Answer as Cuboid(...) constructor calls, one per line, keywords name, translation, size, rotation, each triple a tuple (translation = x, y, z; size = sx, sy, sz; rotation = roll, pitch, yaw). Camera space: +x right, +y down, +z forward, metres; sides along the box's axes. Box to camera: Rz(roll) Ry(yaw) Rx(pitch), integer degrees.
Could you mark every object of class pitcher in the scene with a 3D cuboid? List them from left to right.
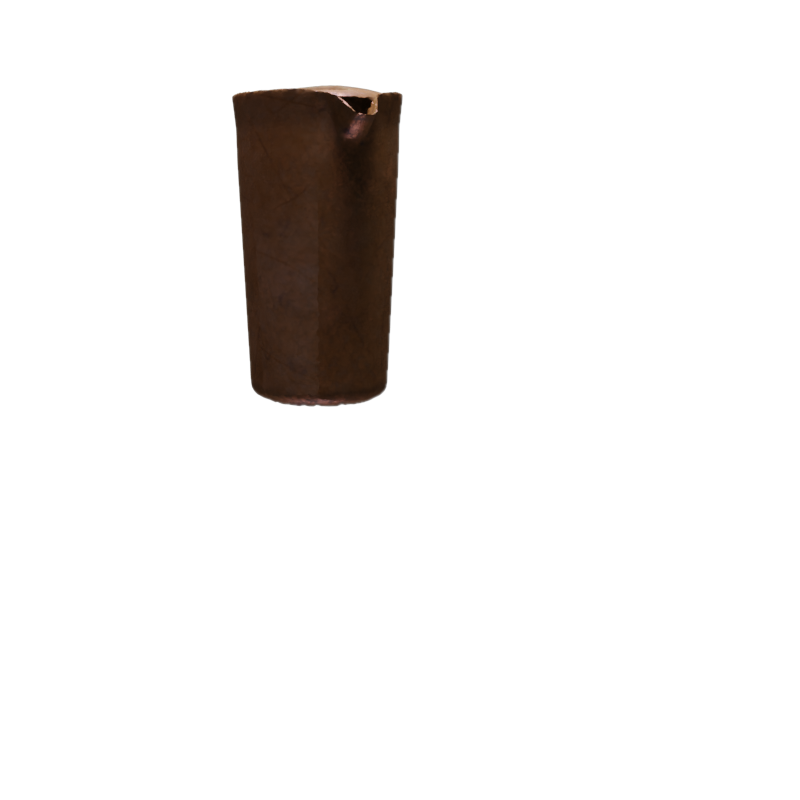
Cuboid(name="pitcher", translation=(-0.069, -0.126, 0.880), size=(0.148, 0.241, 0.147), rotation=(2, 5, 16))
